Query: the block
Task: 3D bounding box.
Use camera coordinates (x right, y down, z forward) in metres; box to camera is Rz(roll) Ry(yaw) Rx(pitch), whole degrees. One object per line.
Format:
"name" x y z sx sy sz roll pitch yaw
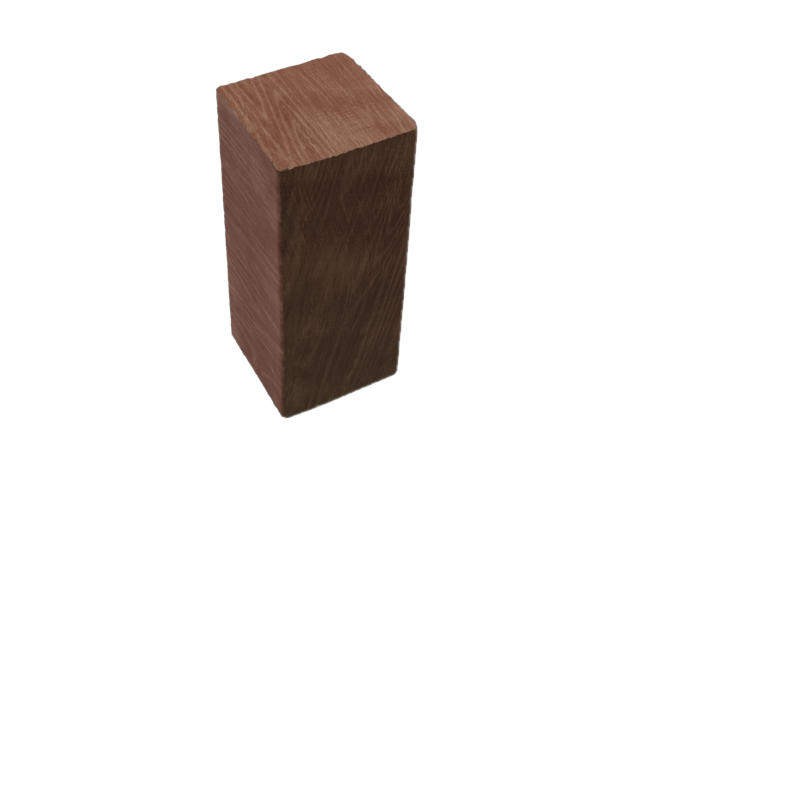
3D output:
"block" -0.054 -0.100 0.697 0.089 0.192 0.098 -20 50 -22
